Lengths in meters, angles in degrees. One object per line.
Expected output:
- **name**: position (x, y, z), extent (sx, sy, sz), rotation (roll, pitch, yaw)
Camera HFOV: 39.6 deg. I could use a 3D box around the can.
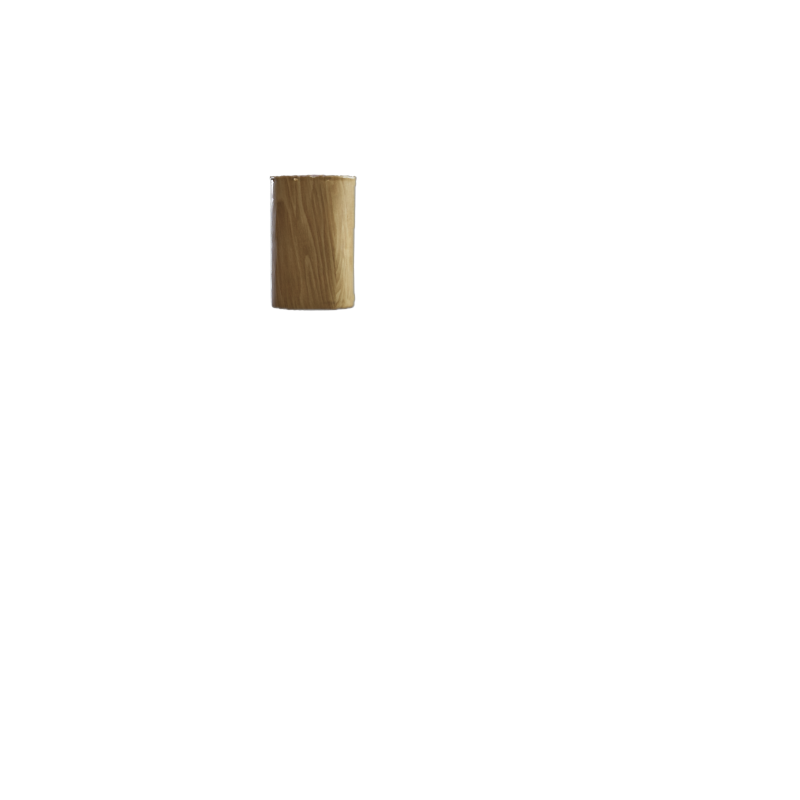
- **can**: position (-0.068, -0.123, 0.863), extent (0.068, 0.102, 0.069), rotation (0, 4, -2)
